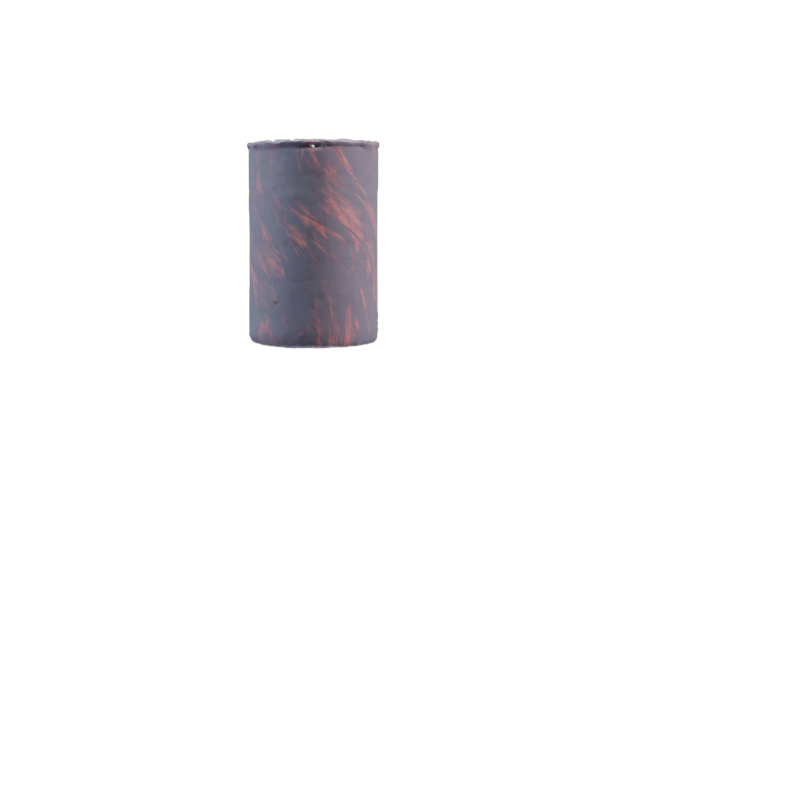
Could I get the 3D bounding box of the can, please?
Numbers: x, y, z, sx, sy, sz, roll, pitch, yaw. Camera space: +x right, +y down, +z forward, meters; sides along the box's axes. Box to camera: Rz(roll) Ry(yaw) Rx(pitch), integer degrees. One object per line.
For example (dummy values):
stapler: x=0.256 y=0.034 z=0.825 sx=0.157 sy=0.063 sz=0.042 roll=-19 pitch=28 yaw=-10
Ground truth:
can: x=-0.045 y=-0.081 z=0.569 sx=0.068 sy=0.102 sz=0.069 roll=0 pitch=4 yaw=-2
